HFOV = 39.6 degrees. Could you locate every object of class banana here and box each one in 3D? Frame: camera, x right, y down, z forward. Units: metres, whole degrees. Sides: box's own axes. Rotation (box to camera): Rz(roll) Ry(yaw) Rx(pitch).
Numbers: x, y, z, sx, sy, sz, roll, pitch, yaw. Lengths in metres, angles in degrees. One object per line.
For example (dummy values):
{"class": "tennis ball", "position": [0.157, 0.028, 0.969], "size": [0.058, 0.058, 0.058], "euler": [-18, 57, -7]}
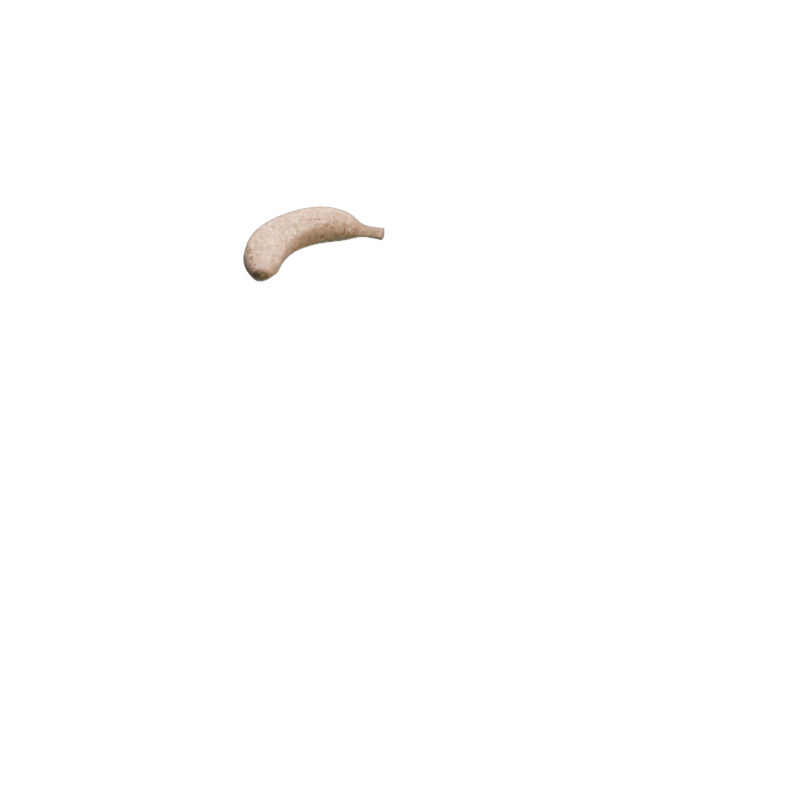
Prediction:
{"class": "banana", "position": [-0.092, -0.148, 1.008], "size": [0.073, 0.035, 0.197], "euler": [13, 26, 29]}
